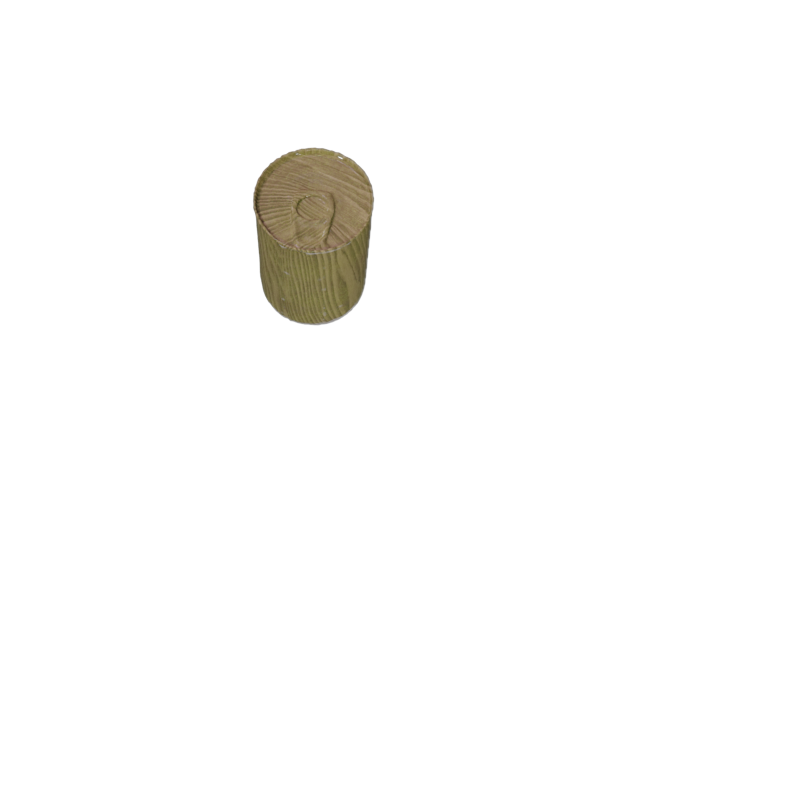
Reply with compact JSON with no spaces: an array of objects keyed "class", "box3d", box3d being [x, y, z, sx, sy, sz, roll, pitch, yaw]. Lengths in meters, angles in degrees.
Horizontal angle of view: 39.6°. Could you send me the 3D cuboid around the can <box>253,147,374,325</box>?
[{"class":"can","box3d":[-0.052,-0.095,0.664,0.068,0.073,0.097,0,-24,-3]}]
